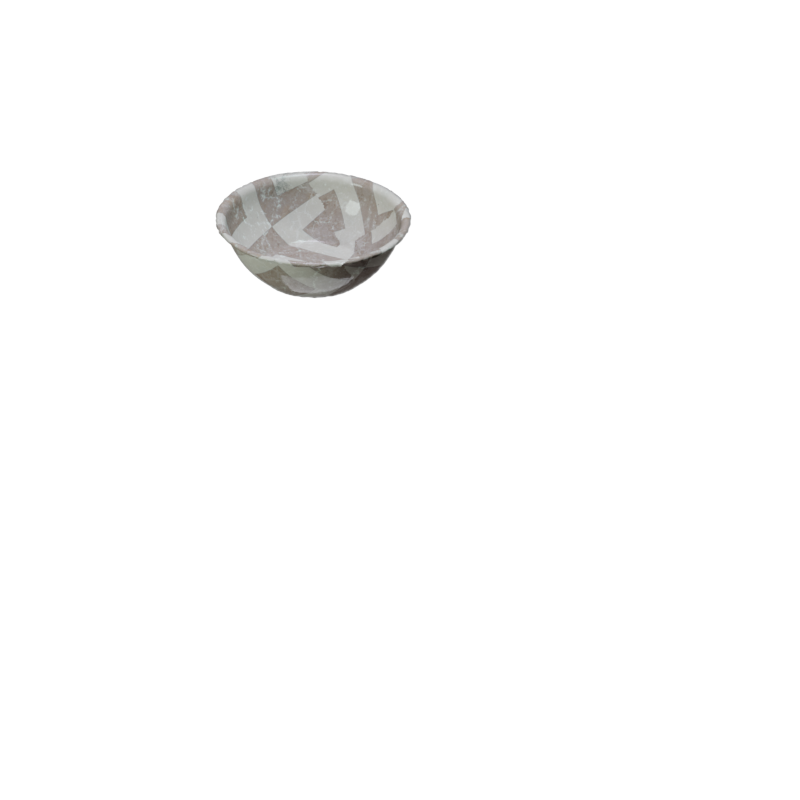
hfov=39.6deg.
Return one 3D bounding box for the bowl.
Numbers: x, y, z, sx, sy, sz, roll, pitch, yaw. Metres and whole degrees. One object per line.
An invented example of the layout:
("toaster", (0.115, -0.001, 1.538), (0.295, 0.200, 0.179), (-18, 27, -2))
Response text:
("bowl", (-0.073, -0.133, 0.930), (0.162, 0.052, 0.173), (-1, 36, -2))
